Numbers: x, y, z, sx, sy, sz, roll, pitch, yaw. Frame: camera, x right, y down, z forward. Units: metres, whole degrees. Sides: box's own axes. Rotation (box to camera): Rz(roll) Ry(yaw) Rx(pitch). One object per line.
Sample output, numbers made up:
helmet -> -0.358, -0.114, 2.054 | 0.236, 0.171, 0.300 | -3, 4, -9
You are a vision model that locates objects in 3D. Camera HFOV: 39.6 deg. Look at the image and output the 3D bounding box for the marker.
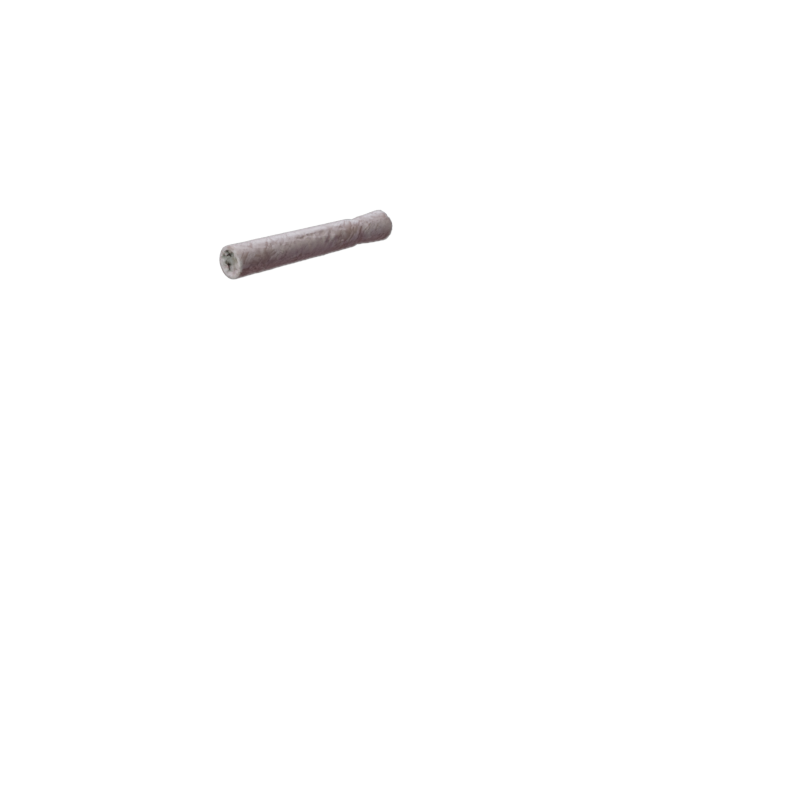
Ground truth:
marker -> -0.049, -0.090, 0.629 | 0.119, 0.019, 0.021 | -21, 18, -41
